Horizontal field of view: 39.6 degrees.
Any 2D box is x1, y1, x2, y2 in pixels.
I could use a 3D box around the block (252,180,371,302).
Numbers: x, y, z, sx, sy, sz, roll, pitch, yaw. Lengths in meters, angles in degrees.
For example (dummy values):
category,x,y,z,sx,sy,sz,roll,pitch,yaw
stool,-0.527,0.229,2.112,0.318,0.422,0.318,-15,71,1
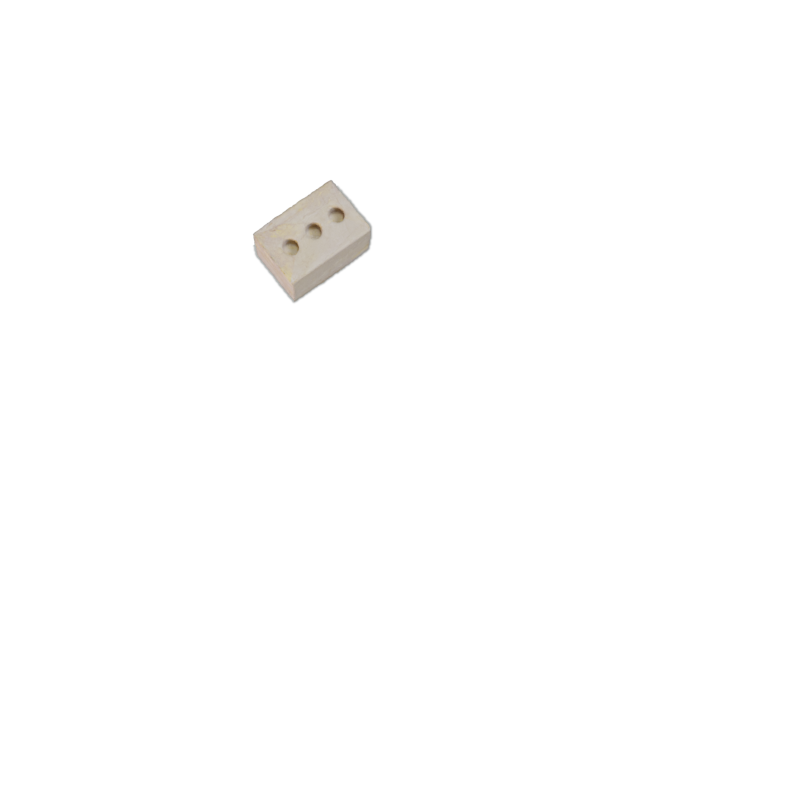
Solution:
category,x,y,z,sx,sy,sz,roll,pitch,yaw
block,-0.068,-0.123,0.862,0.078,0.055,0.049,-37,-12,-12
